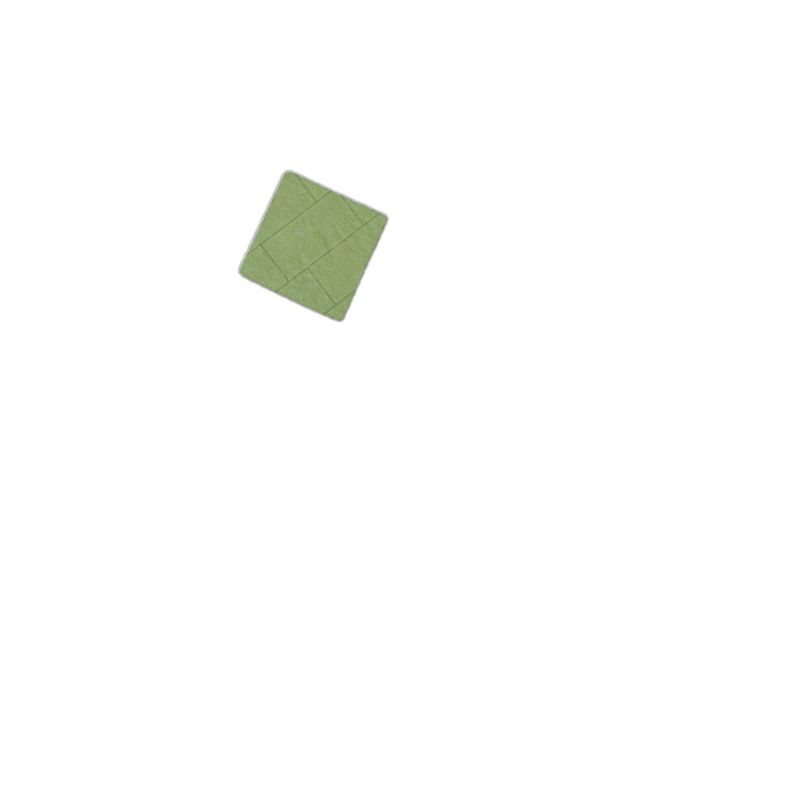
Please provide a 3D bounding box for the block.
[{"bbox_3d":[-0.075,-0.135,0.943,0.089,0.090,0.210,25,7,-7],"label":"block"}]
